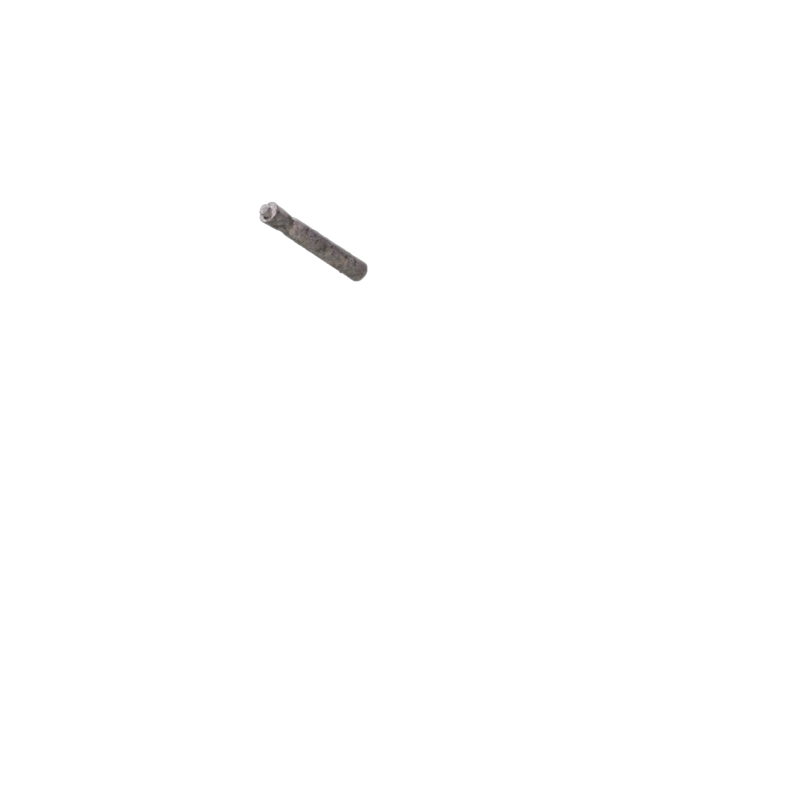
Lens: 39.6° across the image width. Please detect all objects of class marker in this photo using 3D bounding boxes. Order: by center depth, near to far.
[{"bbox_3d":[-0.072,-0.132,0.922,0.021,0.020,0.113,4,-19,47],"label":"marker"}]
